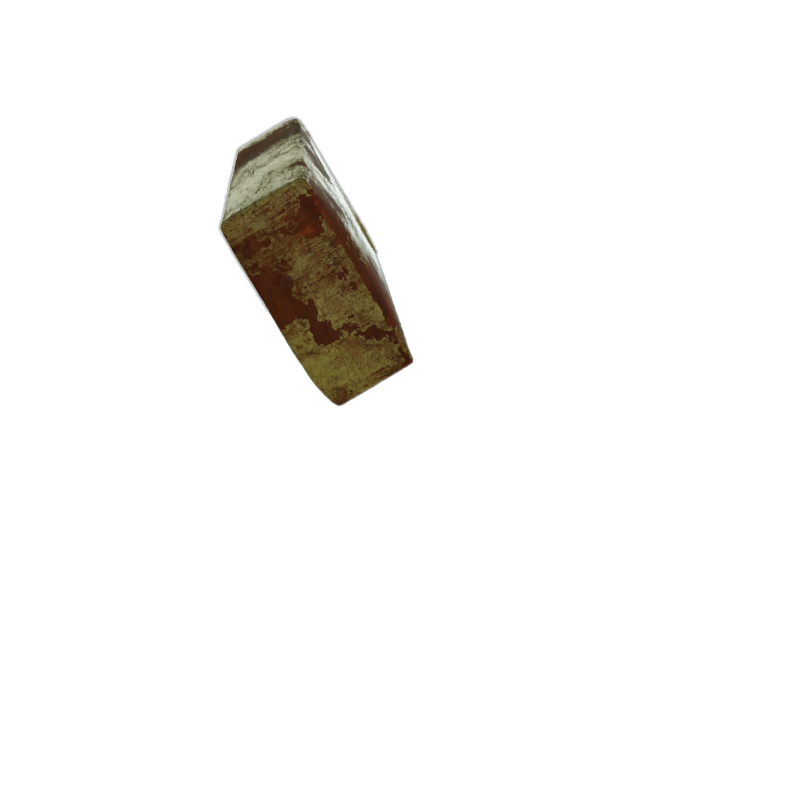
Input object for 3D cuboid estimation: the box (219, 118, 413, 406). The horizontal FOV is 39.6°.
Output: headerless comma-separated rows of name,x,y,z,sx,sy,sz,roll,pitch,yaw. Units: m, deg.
box,-0.041,-0.075,0.526,0.048,0.089,0.185,-29,21,8
